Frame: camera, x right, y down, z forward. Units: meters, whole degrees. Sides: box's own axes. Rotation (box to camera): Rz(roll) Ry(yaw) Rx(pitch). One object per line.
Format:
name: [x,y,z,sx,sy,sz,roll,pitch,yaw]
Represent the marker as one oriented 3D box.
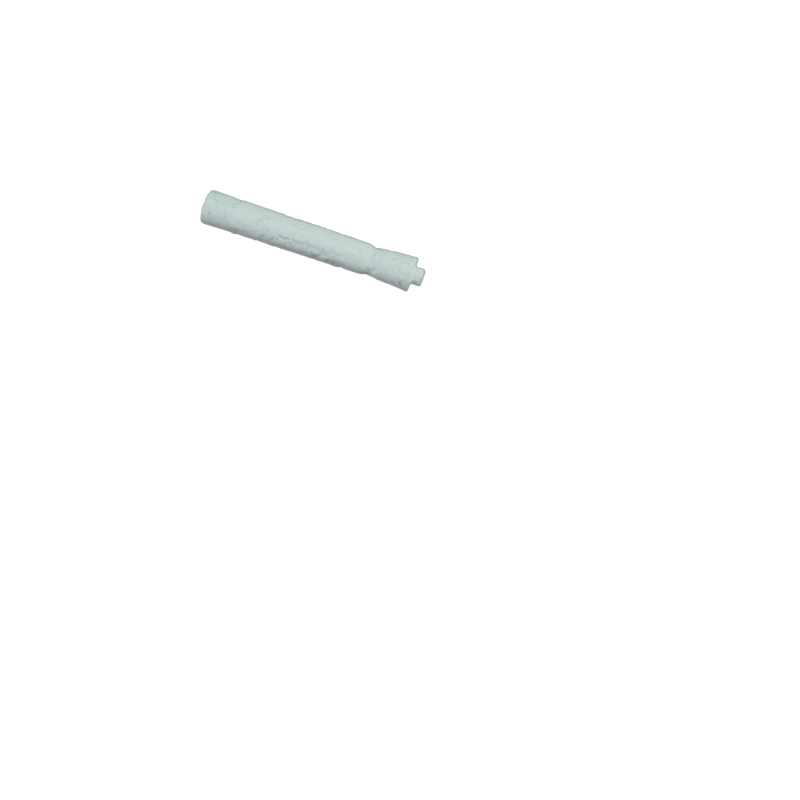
marker: [-0.045,-0.083,0.581,0.123,0.020,0.020,19,6,7]
